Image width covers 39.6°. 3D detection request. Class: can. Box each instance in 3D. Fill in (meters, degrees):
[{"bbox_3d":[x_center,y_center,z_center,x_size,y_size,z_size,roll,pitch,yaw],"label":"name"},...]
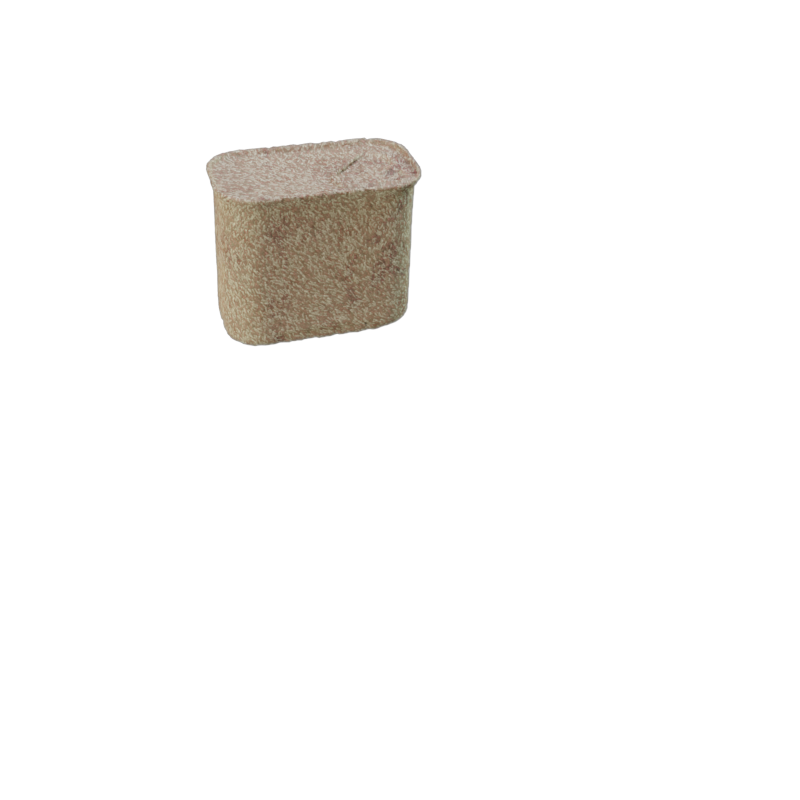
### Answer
[{"bbox_3d":[-0.043,-0.079,0.556,0.101,0.079,0.062,-8,34,-13],"label":"can"}]
